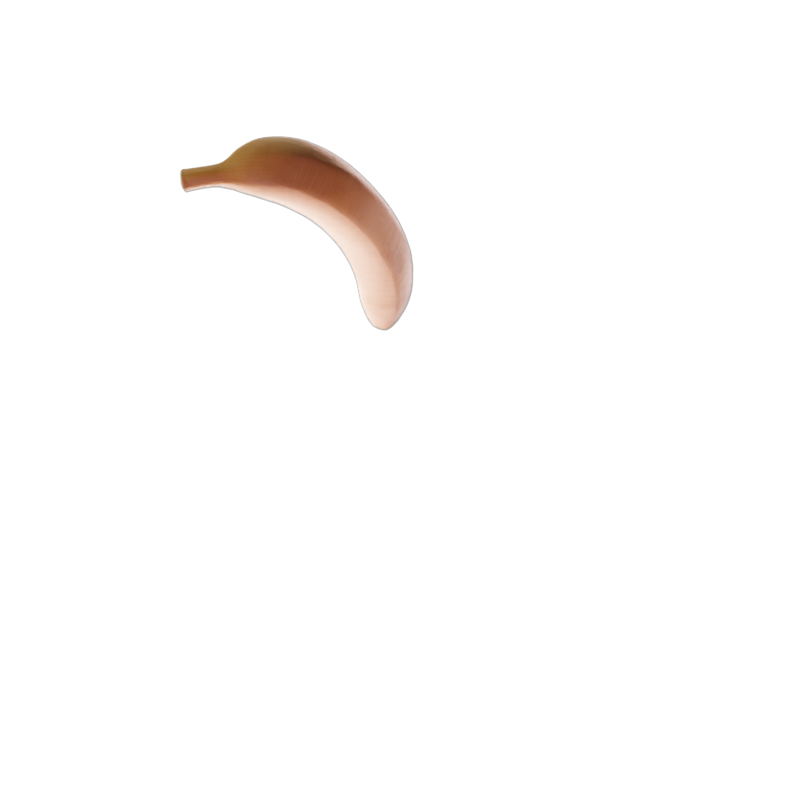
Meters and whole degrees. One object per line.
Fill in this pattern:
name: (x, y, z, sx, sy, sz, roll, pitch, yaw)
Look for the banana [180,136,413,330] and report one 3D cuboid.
banana: (-0.037, -0.098, 0.631, 0.070, 0.039, 0.183, -20, -35, 29)
